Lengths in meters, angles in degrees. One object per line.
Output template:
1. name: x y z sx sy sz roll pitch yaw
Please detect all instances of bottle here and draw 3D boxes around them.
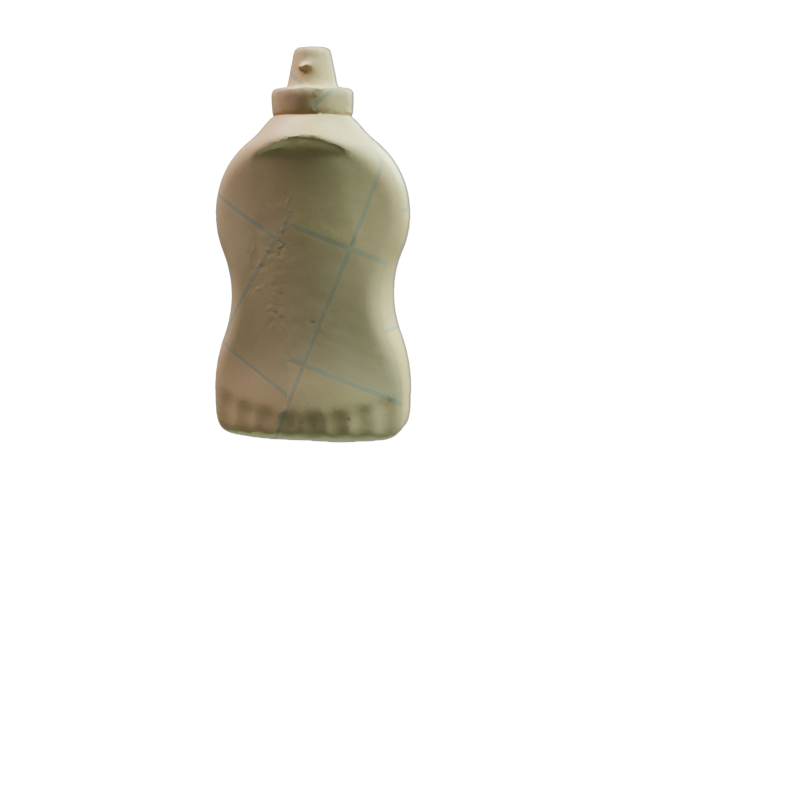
1. bottle: -0.043 -0.079 0.553 0.098 0.190 0.058 1 3 13
